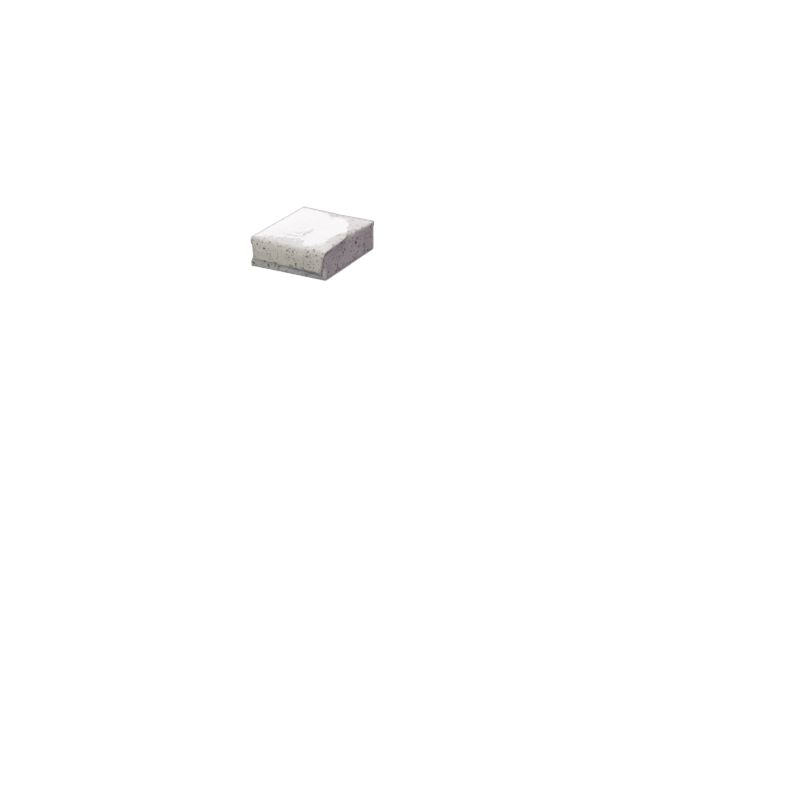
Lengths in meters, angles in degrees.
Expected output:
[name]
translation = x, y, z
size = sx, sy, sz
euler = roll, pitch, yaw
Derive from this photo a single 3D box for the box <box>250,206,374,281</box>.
[box]
translation = -0.074, -0.135, 0.947
size = 0.076, 0.029, 0.090
euler = 14, 30, 25
